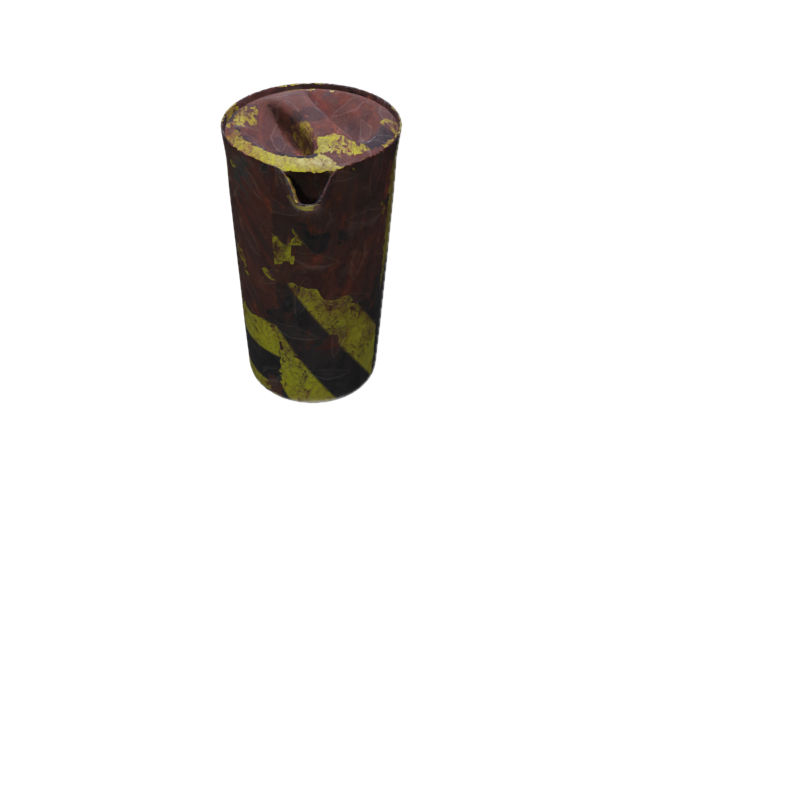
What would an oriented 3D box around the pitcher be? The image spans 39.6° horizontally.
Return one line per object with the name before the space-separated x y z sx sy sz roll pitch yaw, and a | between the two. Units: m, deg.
pitcher | -0.070 -0.127 0.888 0.155 0.227 0.150 31 46 32
